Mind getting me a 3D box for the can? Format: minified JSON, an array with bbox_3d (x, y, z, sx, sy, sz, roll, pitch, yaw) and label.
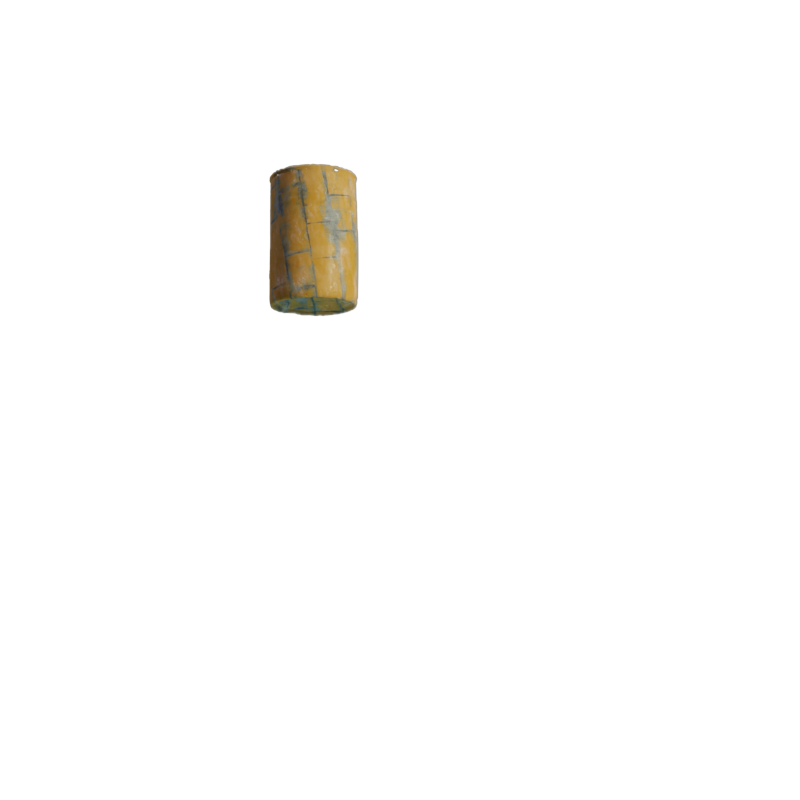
[{"bbox_3d":[-0.066,-0.120,0.843,0.068,0.106,0.066,0,-14,-2],"label":"can"}]
